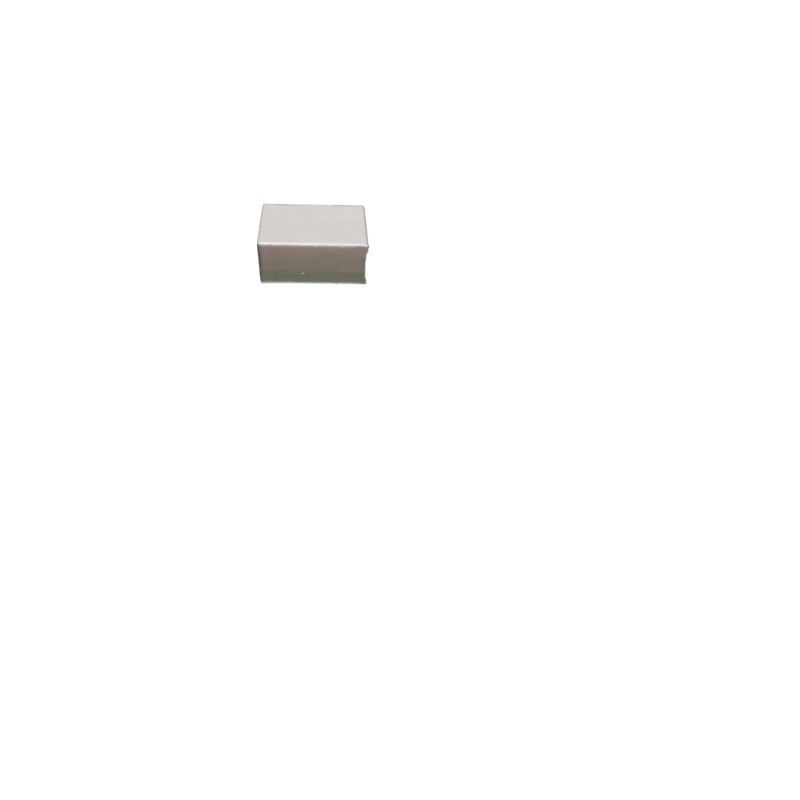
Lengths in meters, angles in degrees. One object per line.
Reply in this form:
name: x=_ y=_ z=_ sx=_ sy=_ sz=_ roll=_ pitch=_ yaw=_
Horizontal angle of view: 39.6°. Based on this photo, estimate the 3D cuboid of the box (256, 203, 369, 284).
box: x=-0.073 y=-0.133 z=0.930 sx=0.090 sy=0.037 sz=0.120 roll=-1 pitch=27 yaw=-2
